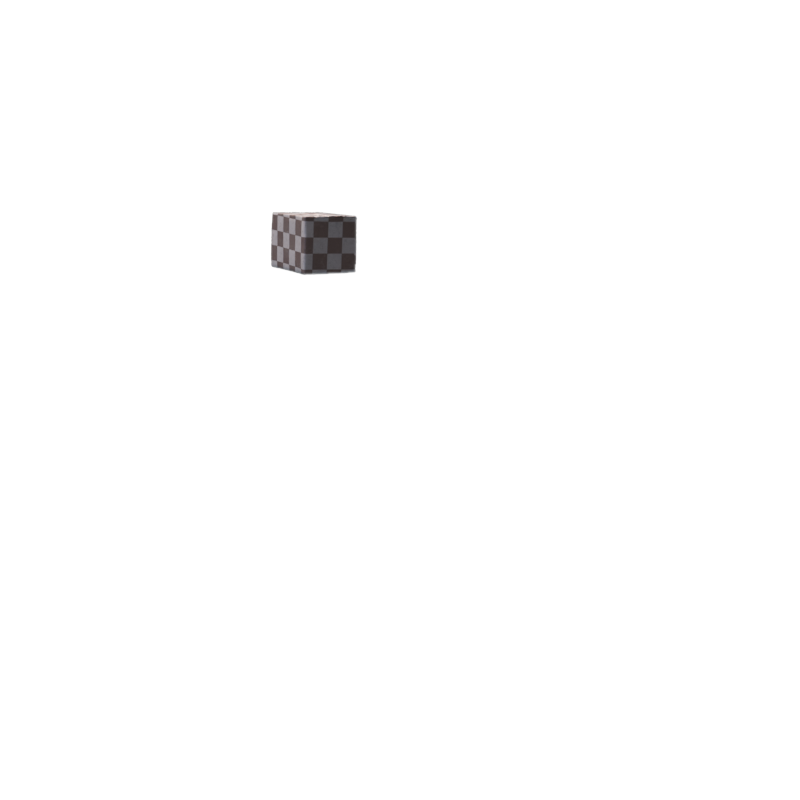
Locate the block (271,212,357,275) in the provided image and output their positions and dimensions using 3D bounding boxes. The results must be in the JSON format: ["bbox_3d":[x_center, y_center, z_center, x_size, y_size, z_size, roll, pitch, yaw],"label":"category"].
[{"bbox_3d":[-0.078,-0.142,0.998,0.051,0.050,0.082,-4,11,-27],"label":"block"}]
